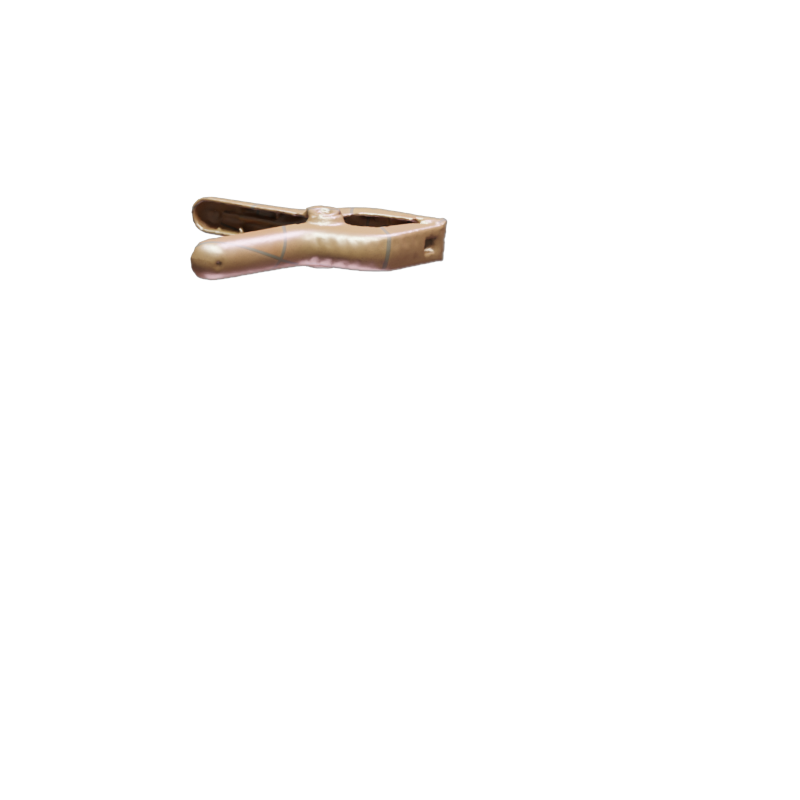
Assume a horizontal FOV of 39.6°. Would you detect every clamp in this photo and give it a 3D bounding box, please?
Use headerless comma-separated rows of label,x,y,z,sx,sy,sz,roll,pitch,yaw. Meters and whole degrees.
clamp,-0.055,-0.100,0.704,0.172,0.037,0.127,1,29,2
